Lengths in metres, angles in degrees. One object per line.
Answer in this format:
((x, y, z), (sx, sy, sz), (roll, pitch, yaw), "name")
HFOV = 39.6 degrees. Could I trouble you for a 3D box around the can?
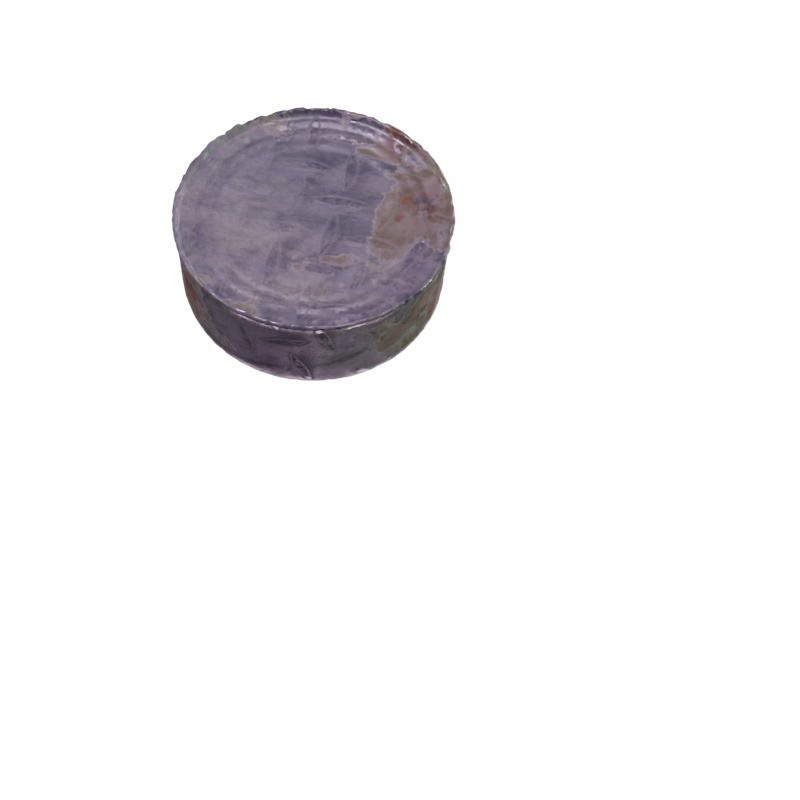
((-0.027, -0.050, 0.348), (0.086, 0.092, 0.031), (-1, -34, -1), "can")
